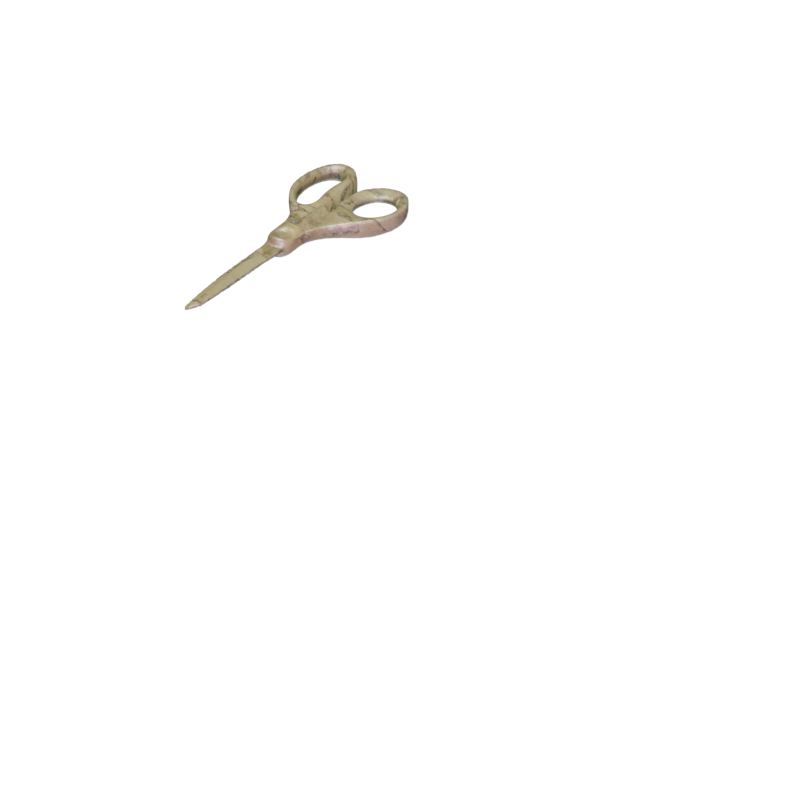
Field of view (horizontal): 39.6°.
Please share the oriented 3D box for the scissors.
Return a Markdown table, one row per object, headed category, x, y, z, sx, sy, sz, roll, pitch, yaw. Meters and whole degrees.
| category | x | y | z | sx | sy | sz | roll | pitch | yaw |
| --- | --- | --- | --- | --- | --- | --- | --- | --- | --- |
| scissors | -0.059 | -0.107 | 0.748 | 0.099 | 0.015 | 0.210 | 11 | 39 | 13 |
